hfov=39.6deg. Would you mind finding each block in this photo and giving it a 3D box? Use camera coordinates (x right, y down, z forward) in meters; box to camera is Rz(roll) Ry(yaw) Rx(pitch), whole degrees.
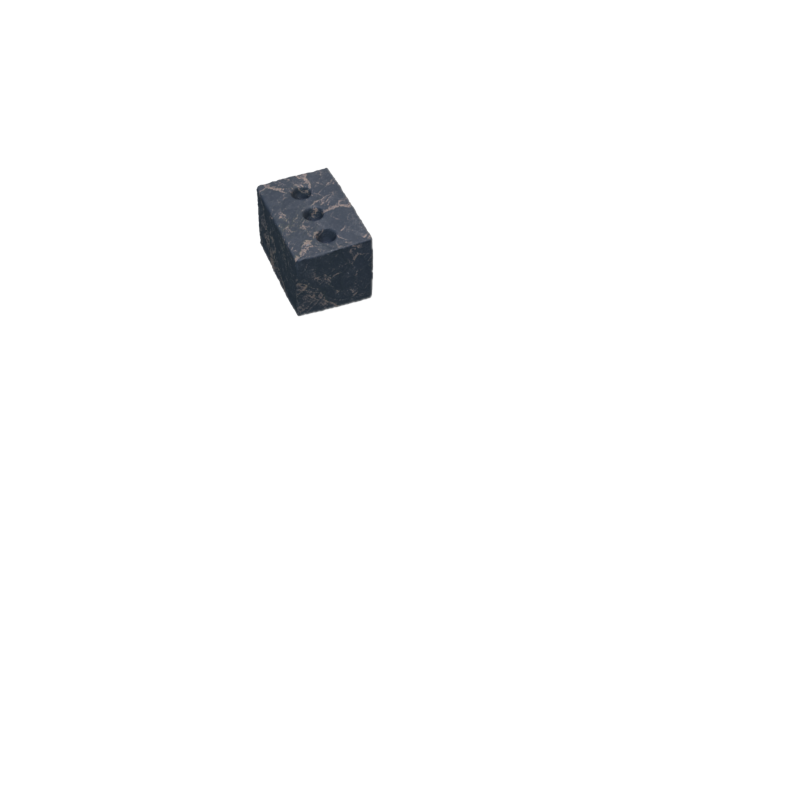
[{"bbox_3d":[-0.056,-0.103,0.719,0.052,0.048,0.084,-17,50,-17],"label":"block"}]
